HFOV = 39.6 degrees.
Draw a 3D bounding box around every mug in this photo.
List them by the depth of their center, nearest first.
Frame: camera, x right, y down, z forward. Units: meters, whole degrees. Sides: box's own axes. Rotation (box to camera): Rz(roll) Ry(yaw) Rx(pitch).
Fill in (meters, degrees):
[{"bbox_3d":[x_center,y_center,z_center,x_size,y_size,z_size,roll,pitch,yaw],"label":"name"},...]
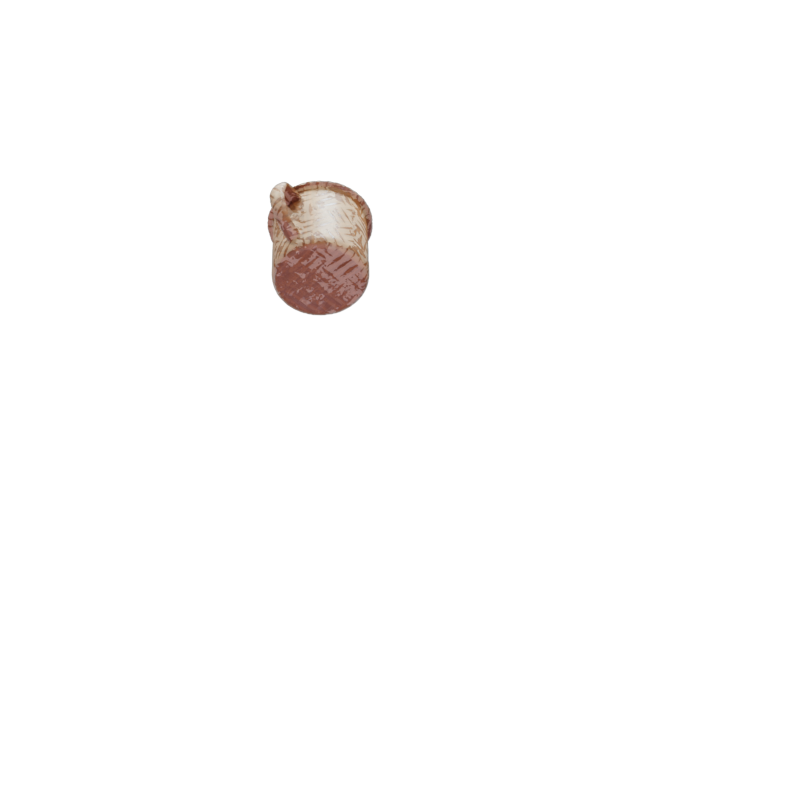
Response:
[{"bbox_3d":[-0.074,-0.134,0.941,0.093,0.109,0.087,-23,37,17],"label":"mug"}]
